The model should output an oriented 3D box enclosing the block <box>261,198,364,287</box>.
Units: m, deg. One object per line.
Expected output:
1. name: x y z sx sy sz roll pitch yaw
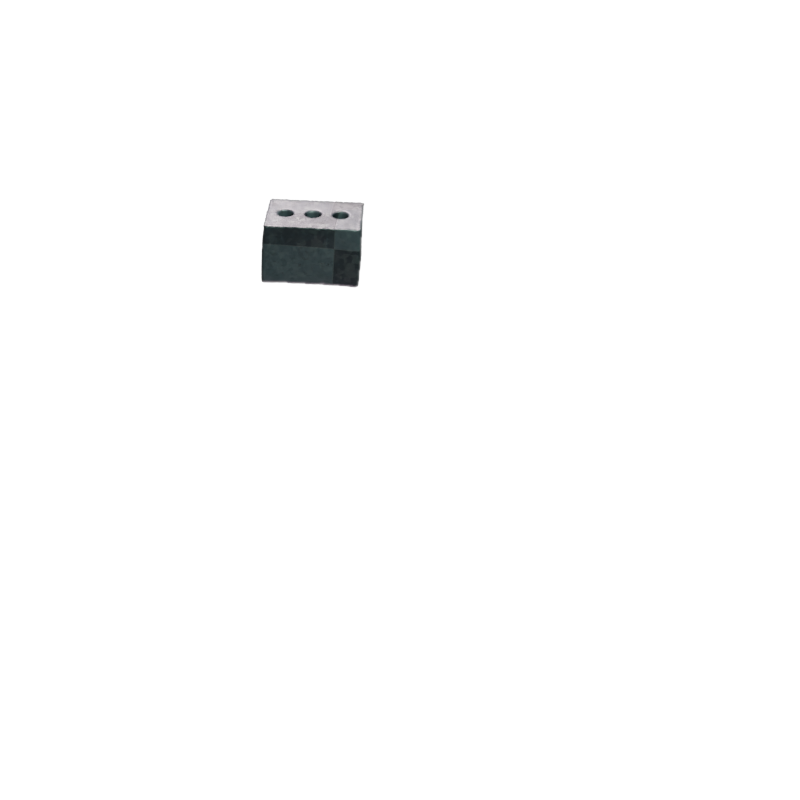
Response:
1. block: -0.069 -0.126 0.883 0.078 0.048 0.056 3 32 3
